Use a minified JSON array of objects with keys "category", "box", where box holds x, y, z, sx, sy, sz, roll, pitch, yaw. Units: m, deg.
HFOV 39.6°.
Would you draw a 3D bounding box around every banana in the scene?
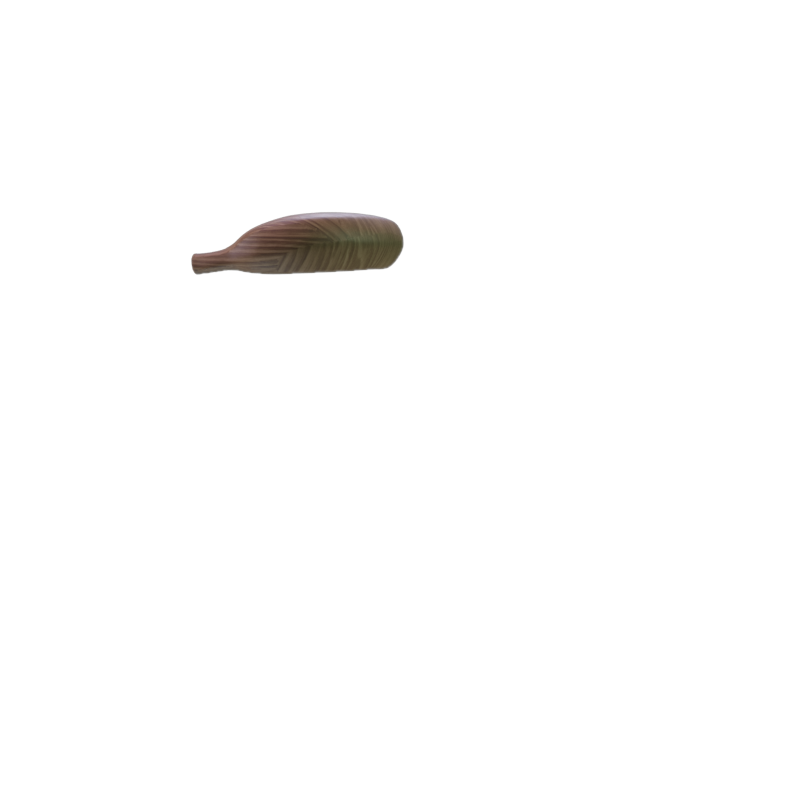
[{"category":"banana","box":[-0.042,-0.099,0.697,0.072,0.036,0.192,5,10,33]}]
